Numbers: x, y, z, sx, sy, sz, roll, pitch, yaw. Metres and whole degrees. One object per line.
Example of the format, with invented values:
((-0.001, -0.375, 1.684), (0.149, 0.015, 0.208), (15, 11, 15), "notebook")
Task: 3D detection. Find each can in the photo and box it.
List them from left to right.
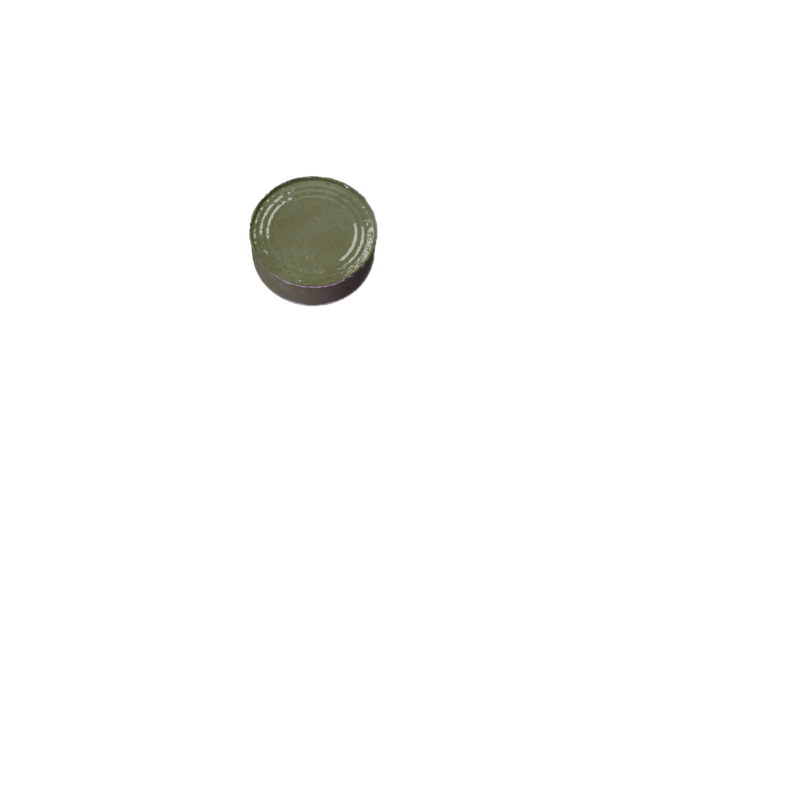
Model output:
((-0.059, -0.107, 0.752), (0.086, 0.091, 0.032), (-1, -28, -1), "can")
